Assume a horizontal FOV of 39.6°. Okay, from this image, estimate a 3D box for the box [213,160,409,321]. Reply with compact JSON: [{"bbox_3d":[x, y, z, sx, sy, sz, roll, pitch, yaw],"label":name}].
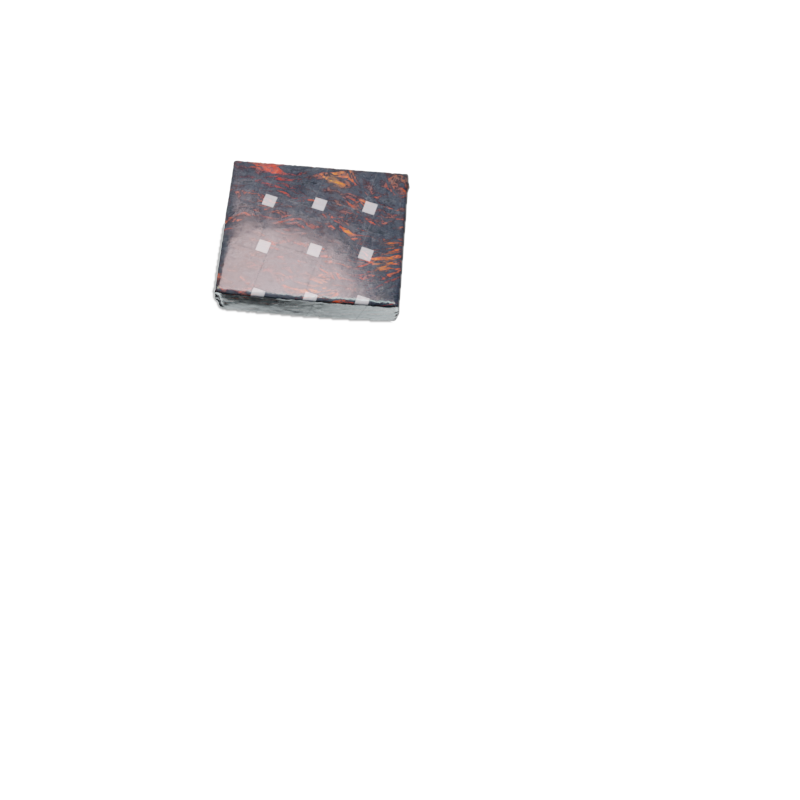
[{"bbox_3d":[-0.054,-0.098,0.687,0.114,0.094,0.037,5,-22,2],"label":"box"}]
